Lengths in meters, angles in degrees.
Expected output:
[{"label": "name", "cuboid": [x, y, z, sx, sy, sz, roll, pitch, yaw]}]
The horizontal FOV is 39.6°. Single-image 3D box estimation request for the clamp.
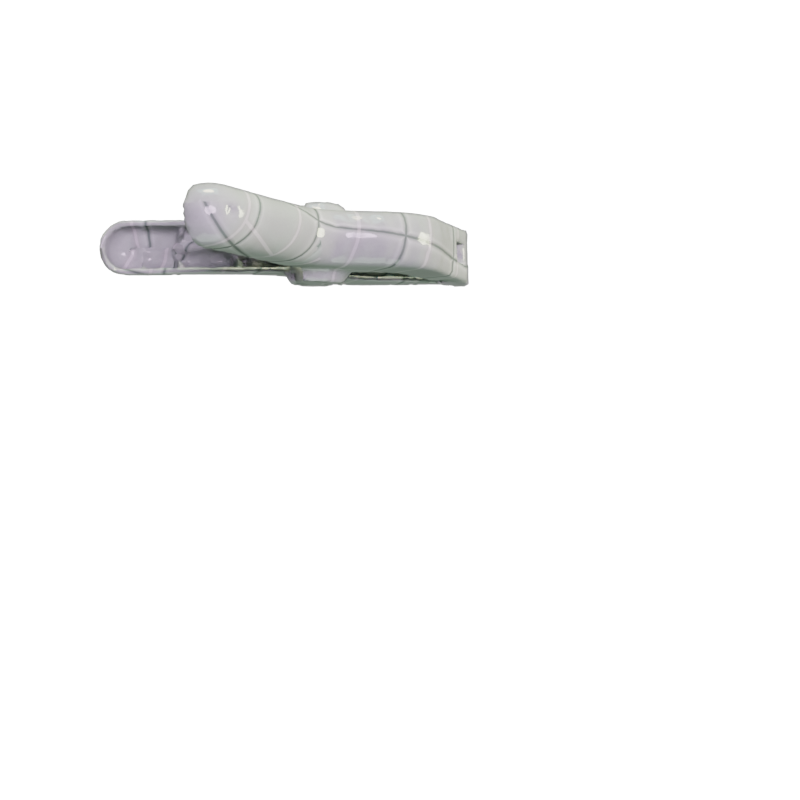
[{"label": "clamp", "cuboid": [-0.038, -0.069, 0.486, 0.167, 0.039, 0.123, -2, 5, -20]}]
